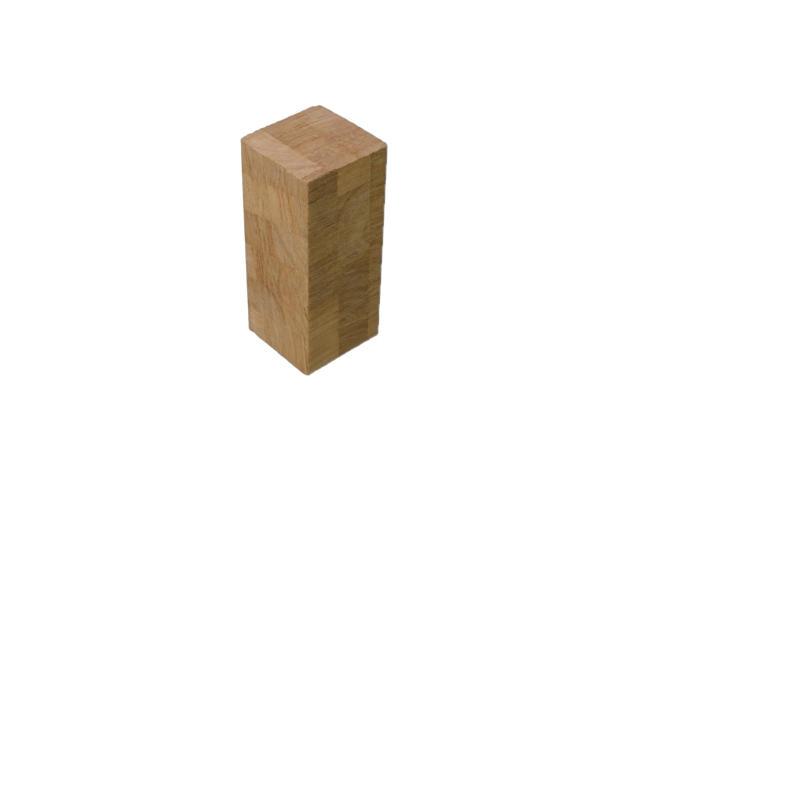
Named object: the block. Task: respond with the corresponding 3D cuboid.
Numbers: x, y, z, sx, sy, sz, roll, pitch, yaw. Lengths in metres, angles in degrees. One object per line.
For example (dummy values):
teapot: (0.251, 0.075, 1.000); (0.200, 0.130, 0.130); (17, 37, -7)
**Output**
block: (-0.076, -0.139, 0.968); (0.091, 0.192, 0.096); (-30, 50, -32)
